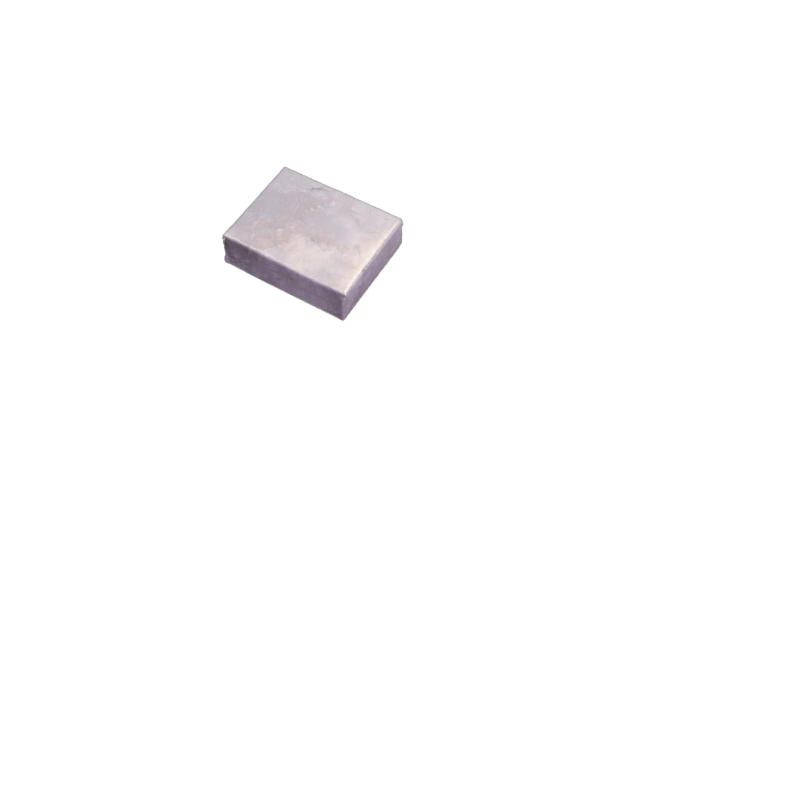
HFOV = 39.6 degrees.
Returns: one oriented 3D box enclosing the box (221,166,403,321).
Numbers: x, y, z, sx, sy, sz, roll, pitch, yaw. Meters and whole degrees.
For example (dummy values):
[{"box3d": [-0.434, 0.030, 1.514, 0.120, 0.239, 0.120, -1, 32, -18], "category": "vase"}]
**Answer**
[{"box3d": [-0.067, -0.123, 0.862, 0.118, 0.092, 0.036, 24, -36, 19], "category": "box"}]
